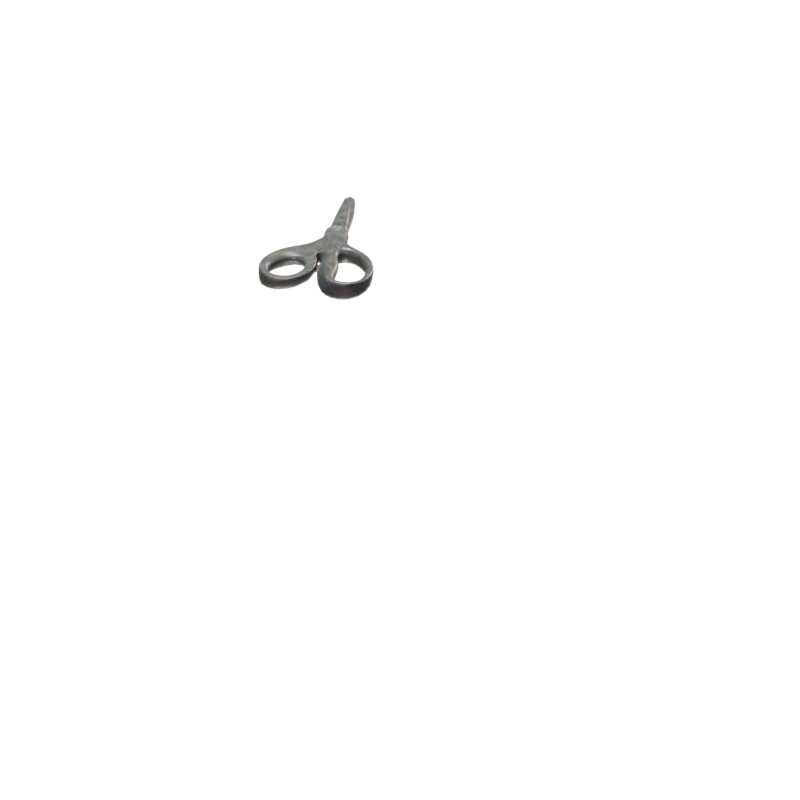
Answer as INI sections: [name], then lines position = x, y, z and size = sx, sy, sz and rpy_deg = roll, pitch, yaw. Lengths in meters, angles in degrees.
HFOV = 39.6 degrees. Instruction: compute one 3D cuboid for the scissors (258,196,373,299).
[scissors]
position = -0.071, -0.129, 0.903
size = 0.095, 0.015, 0.215
rpy_deg = -4, 29, -8
